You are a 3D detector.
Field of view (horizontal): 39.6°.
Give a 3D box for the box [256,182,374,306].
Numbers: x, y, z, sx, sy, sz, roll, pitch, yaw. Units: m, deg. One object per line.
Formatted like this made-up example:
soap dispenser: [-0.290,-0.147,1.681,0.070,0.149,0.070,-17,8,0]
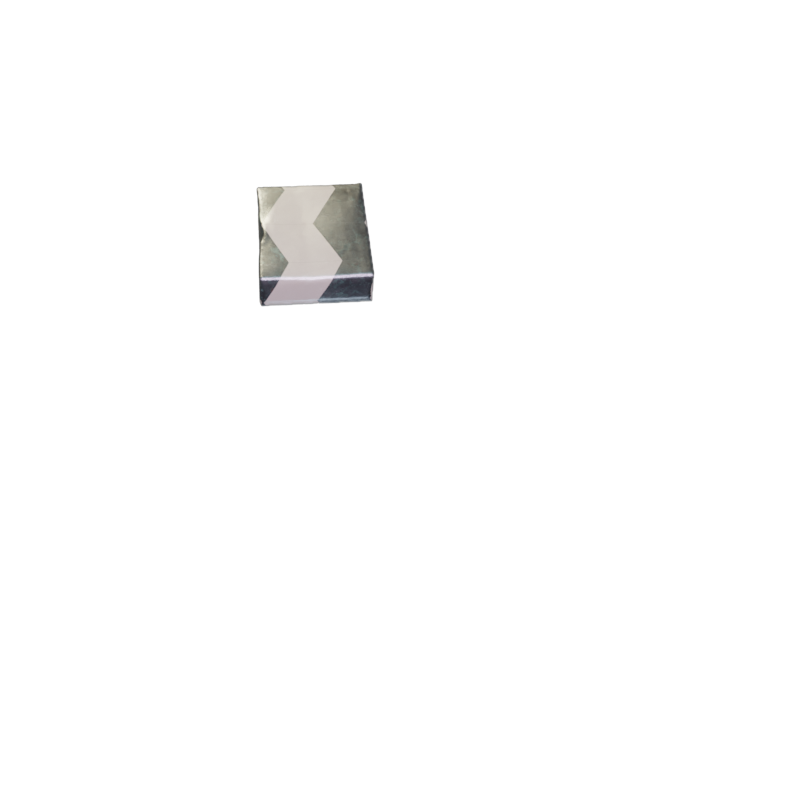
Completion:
box: [-0.057,-0.105,0.732,0.073,0.096,0.028,-3,-41,-3]
